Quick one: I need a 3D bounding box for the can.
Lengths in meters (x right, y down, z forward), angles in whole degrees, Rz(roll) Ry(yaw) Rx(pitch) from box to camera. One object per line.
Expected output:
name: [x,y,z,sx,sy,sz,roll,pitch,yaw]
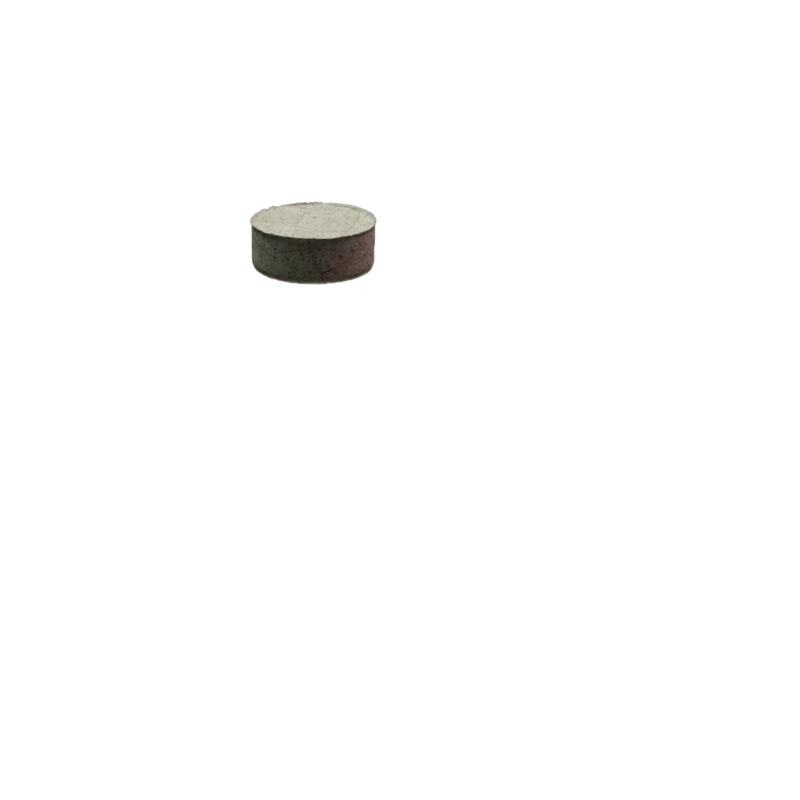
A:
can: [-0.059,-0.108,0.756,0.086,0.032,0.090,-1,24,-2]
